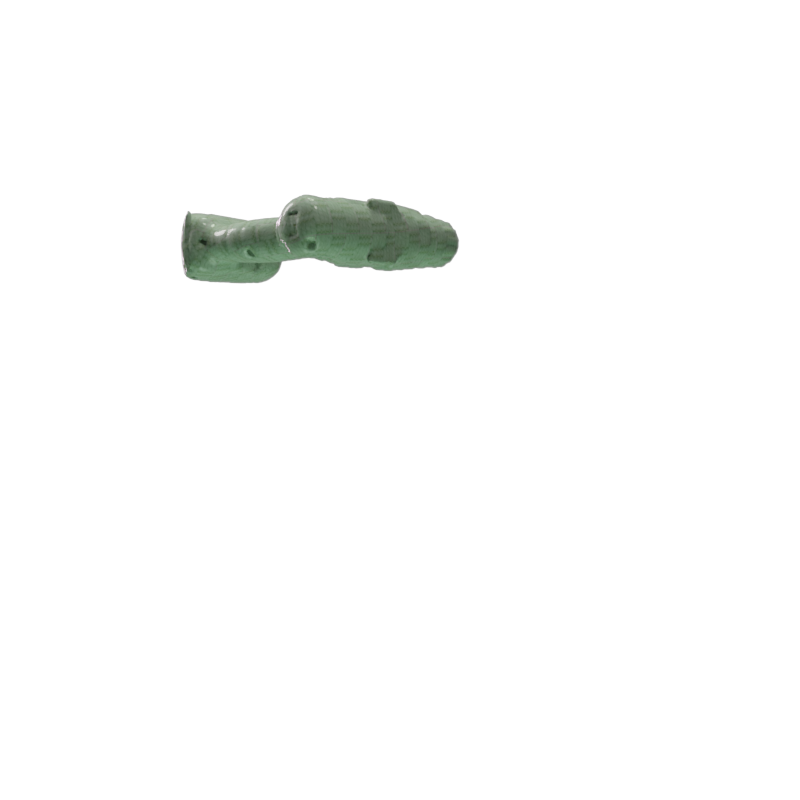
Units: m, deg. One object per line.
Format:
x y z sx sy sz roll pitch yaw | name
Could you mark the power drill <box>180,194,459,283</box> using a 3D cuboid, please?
-0.070 -0.128 0.894 0.194 0.058 0.176 -1 -2 41 | power drill
